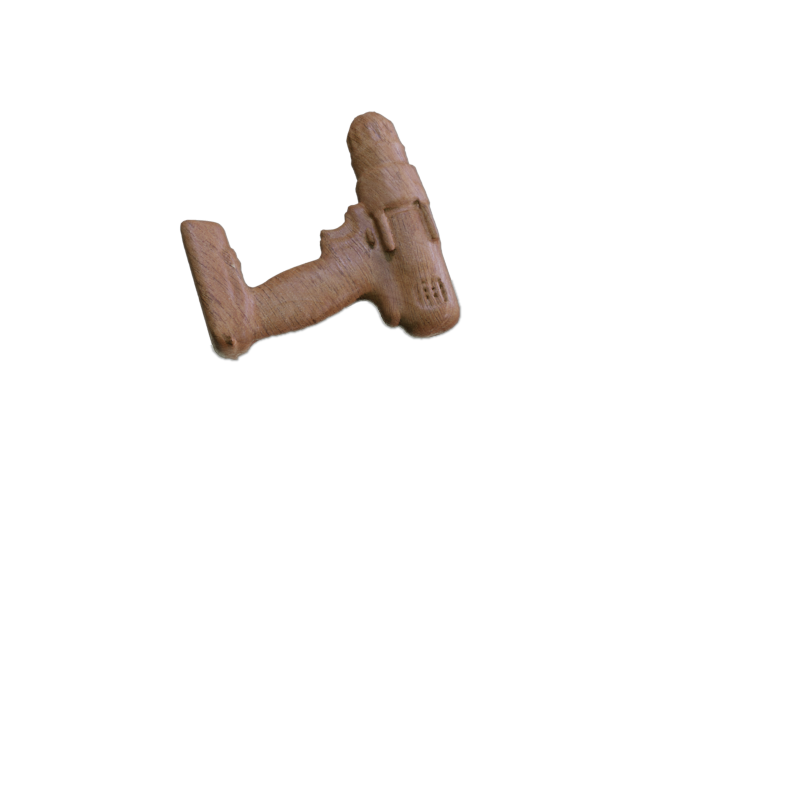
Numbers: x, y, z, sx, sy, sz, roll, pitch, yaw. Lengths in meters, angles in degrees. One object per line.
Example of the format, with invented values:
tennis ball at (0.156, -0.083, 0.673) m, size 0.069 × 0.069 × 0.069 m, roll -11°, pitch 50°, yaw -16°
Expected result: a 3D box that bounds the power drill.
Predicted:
power drill at (-0.065, -0.118, 0.825) m, size 0.187 × 0.195 × 0.055 m, roll -16°, pitch -21°, yaw -6°
